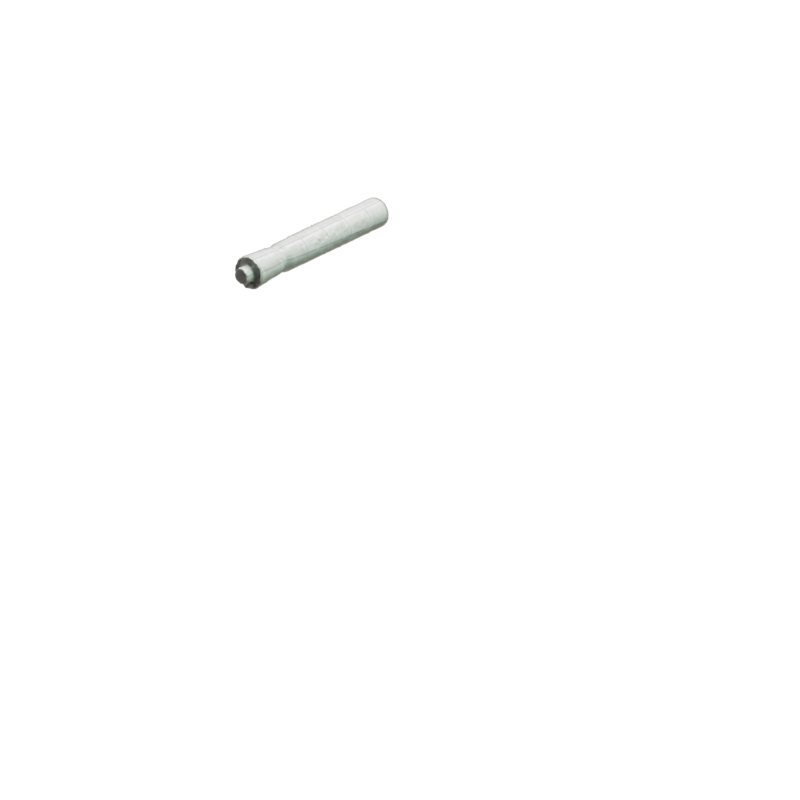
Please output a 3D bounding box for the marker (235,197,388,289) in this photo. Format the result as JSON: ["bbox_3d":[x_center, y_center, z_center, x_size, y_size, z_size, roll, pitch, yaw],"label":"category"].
[{"bbox_3d":[-0.049,-0.089,0.626,0.021,0.019,0.121,3,25,38],"label":"marker"}]
